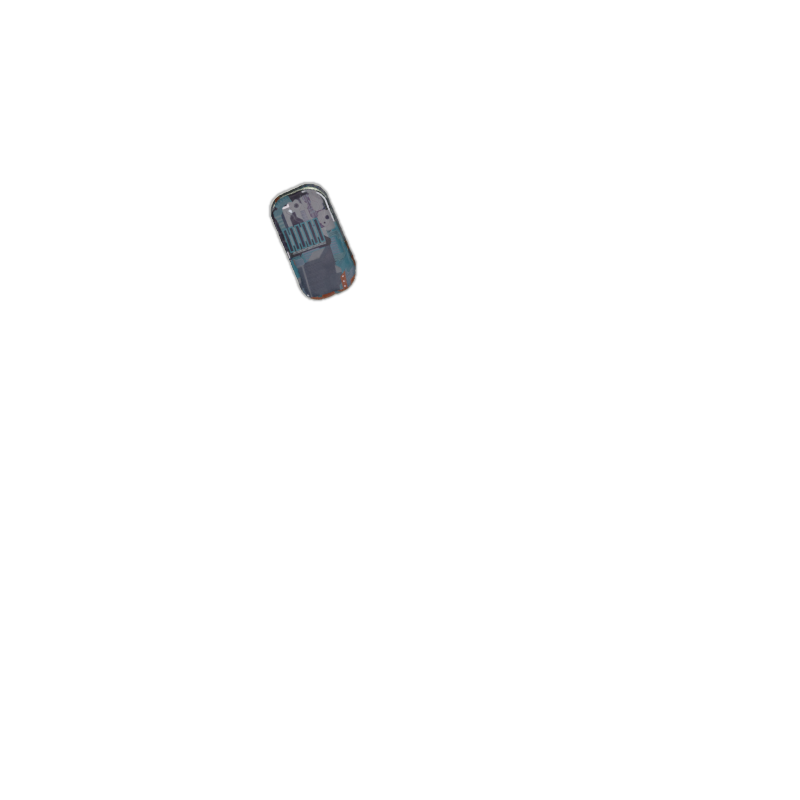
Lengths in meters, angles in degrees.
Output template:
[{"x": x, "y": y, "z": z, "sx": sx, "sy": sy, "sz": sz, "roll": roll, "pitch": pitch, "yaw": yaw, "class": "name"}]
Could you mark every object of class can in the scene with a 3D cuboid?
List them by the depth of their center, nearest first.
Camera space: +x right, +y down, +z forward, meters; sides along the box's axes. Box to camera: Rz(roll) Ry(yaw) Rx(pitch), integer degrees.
[{"x": -0.078, "y": -0.142, "z": 0.994, "sx": 0.057, "sy": 0.101, "sz": 0.085, "roll": -23, "pitch": 7, "yaw": 1, "class": "can"}]
